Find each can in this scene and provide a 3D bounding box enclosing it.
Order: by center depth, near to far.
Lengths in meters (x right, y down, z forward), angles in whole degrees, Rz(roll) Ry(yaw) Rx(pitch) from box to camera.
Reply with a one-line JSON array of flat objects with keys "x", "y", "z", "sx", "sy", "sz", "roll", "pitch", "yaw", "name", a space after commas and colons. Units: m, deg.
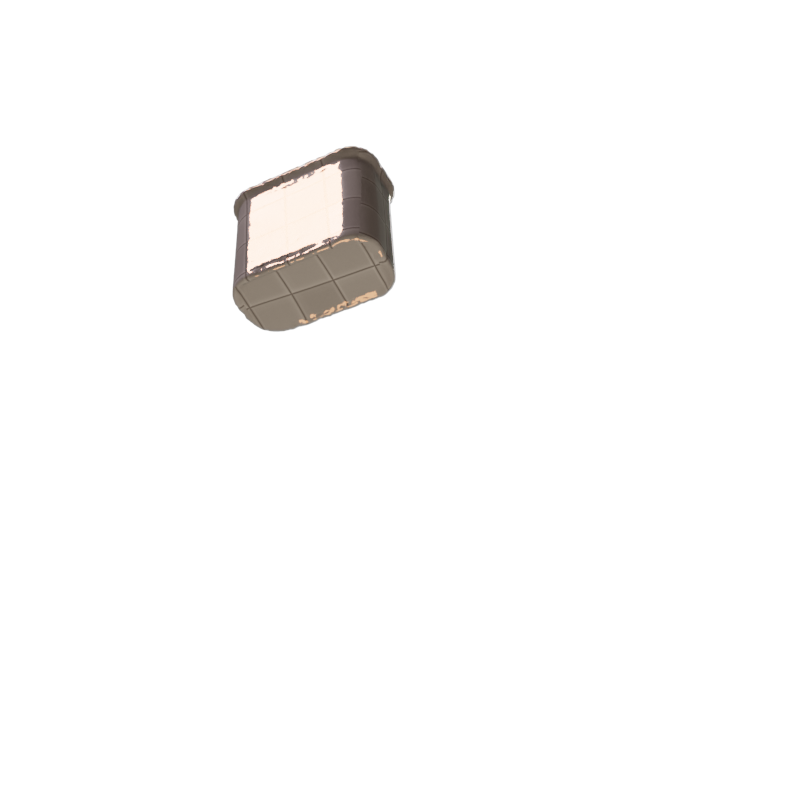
[{"x": -0.053, "y": -0.097, "z": 0.680, "sx": 0.102, "sy": 0.090, "sz": 0.053, "roll": -20, "pitch": -48, "yaw": 17, "name": "can"}]
